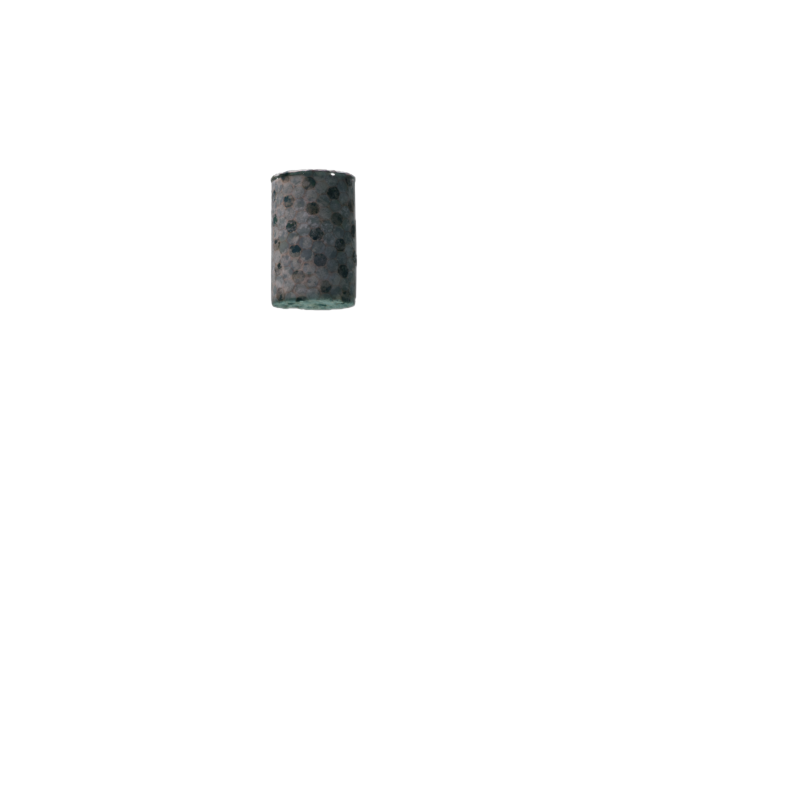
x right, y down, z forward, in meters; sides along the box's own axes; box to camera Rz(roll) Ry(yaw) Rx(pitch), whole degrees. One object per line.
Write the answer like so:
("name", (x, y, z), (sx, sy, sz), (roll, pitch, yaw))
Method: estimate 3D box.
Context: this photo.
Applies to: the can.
("can", (-0.068, -0.124, 0.872), (0.068, 0.104, 0.067), (0, -7, -2))
